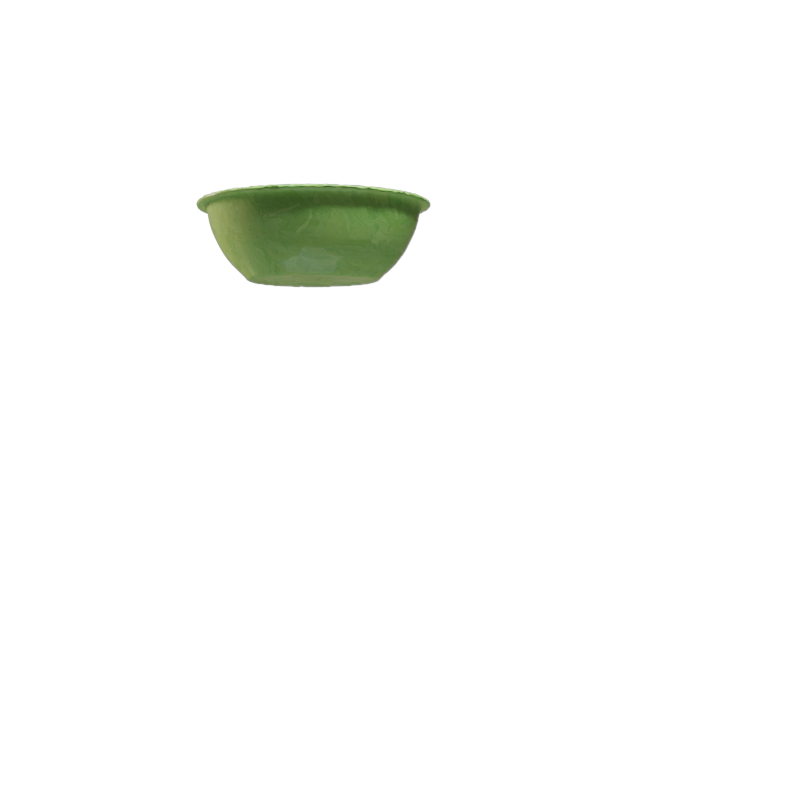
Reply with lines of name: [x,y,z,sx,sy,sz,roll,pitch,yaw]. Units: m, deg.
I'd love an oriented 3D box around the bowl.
bowl: [-0.060,-0.109,0.764,0.162,0.056,0.161,0,0,-2]
